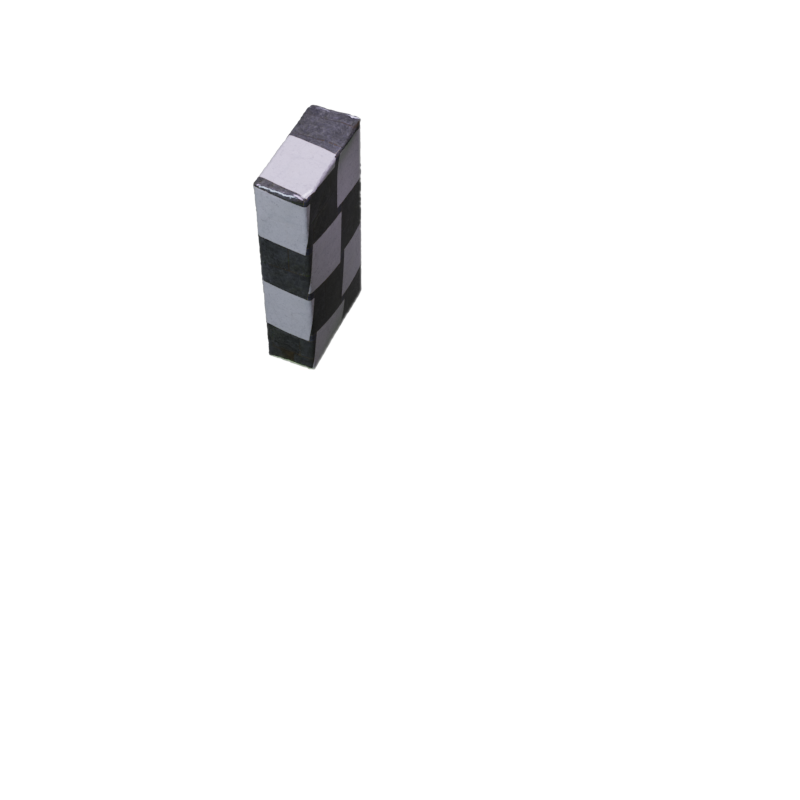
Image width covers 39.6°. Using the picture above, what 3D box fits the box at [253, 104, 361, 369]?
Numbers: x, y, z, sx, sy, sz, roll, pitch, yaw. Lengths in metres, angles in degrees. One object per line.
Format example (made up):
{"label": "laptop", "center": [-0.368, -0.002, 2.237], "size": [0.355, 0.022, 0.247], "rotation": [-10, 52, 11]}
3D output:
{"label": "box", "center": [-0.062, -0.113, 0.796], "size": [0.049, 0.097, 0.164], "rotation": [19, -37, 11]}
